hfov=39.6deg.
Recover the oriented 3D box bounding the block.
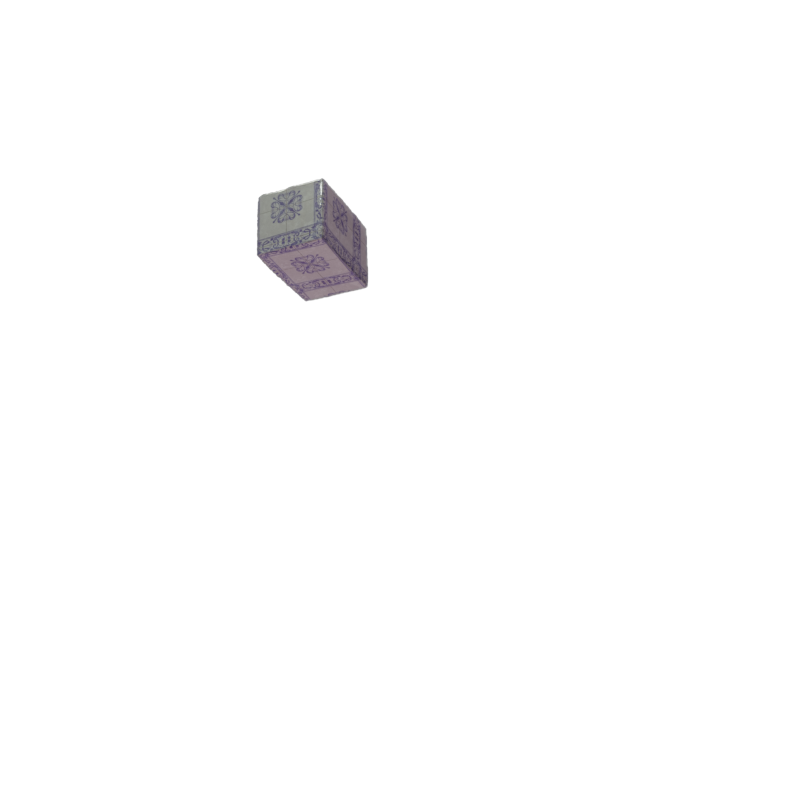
[{"bbox_3d":[-0.062,-0.113,0.790,0.053,0.054,0.072,-12,-28,21],"label":"block"}]
